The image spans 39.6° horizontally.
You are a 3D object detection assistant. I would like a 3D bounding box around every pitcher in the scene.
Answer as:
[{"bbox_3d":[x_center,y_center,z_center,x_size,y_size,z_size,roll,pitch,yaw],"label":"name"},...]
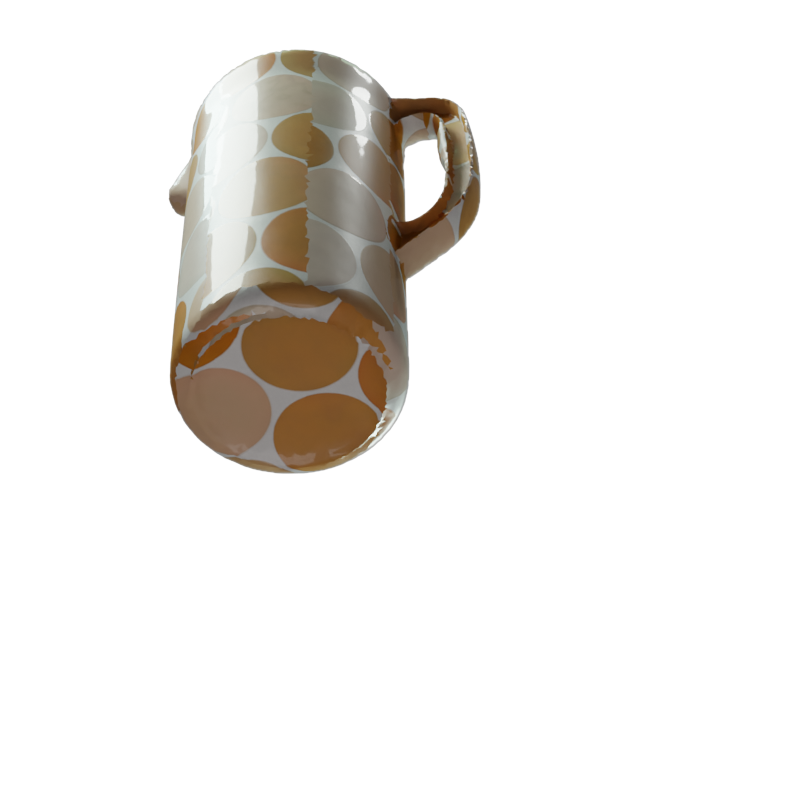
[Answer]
[{"bbox_3d":[-0.046,-0.084,0.588,0.140,0.144,0.260,21,33,-18],"label":"pitcher"}]
